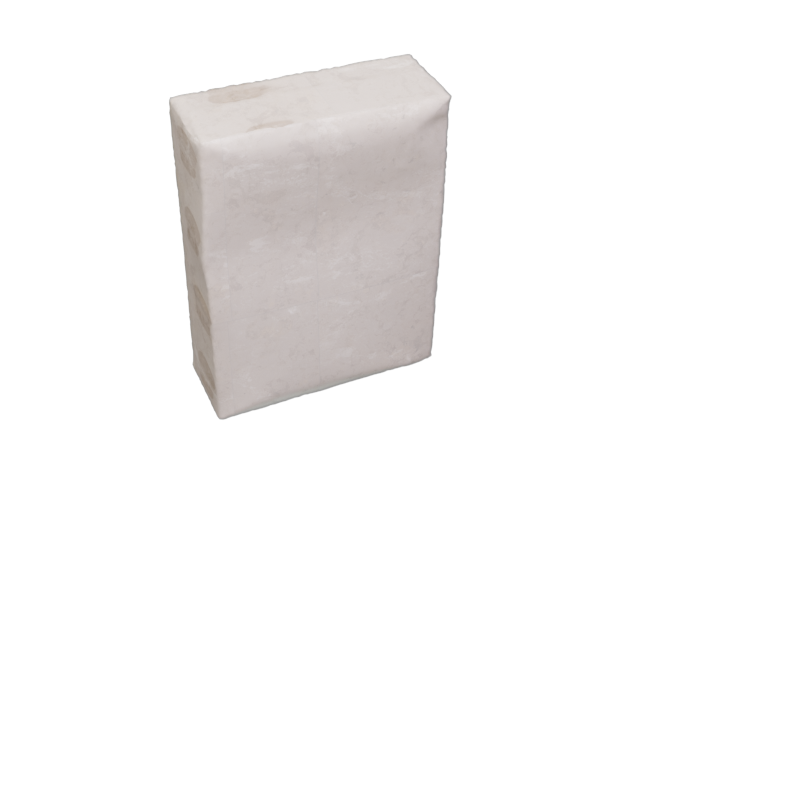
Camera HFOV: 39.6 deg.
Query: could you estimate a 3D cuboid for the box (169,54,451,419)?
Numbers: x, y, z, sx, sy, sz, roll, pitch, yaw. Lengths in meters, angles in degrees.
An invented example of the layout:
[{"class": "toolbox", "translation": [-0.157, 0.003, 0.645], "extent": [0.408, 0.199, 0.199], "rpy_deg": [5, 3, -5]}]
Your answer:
[{"class": "box", "translation": [-0.057, -0.103, 0.724], "extent": [0.162, 0.200, 0.078], "rpy_deg": [-15, 42, -20]}]
